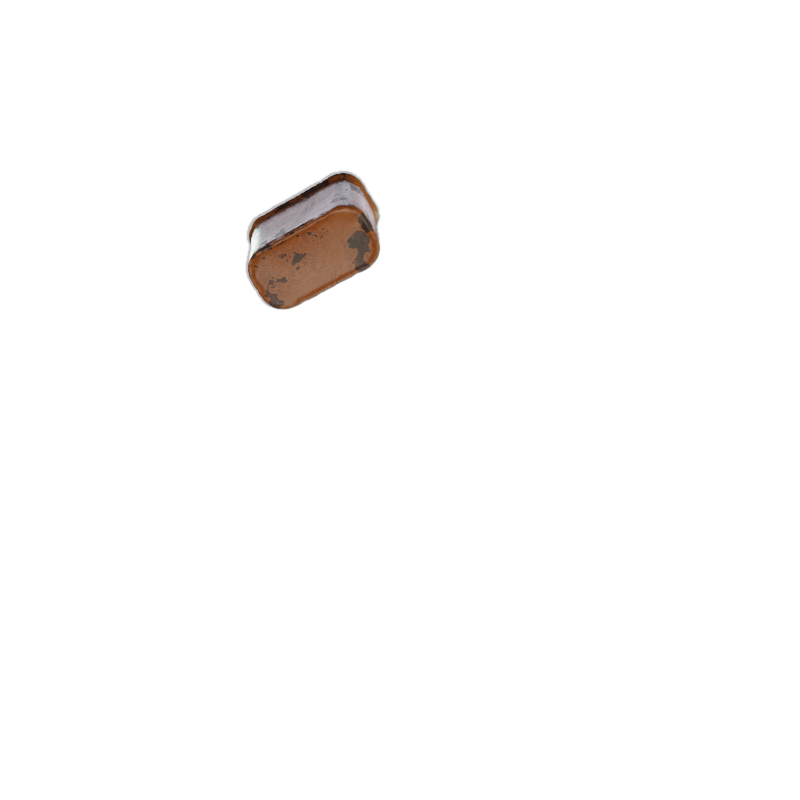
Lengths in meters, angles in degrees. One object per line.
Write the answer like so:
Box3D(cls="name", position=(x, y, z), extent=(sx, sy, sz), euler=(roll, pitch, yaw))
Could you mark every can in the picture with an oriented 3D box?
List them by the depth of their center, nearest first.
Box3D(cls="can", position=(-0.065, -0.119, 0.832), extent=(0.102, 0.055, 0.088), euler=(-28, 22, 9))
